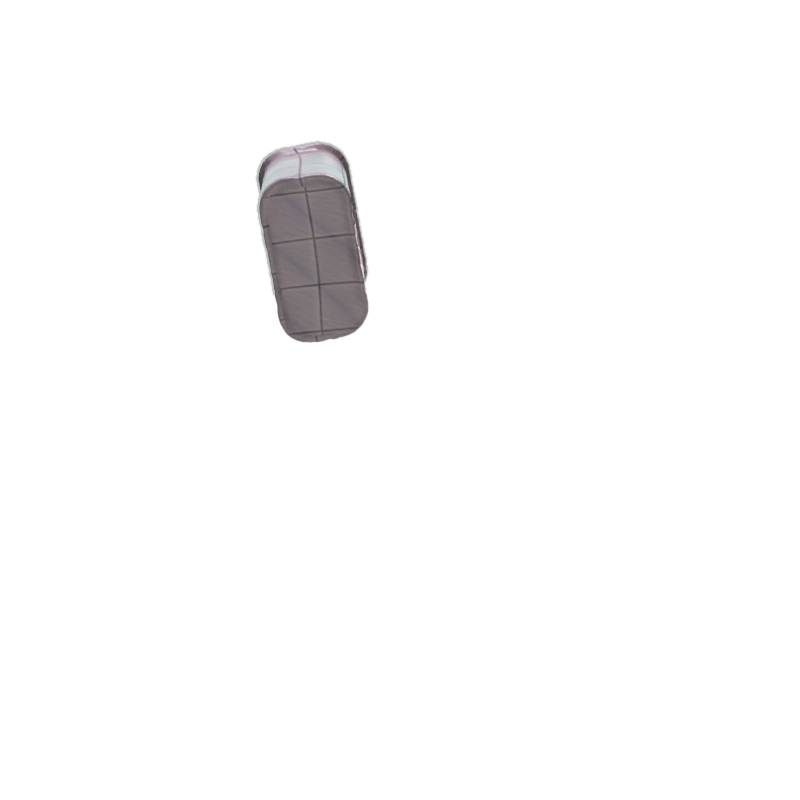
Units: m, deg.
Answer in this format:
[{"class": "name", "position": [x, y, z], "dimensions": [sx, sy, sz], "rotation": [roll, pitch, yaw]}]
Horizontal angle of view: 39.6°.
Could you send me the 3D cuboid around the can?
[{"class": "can", "position": [-0.051, -0.093, 0.654], "dimensions": [0.057, 0.098, 0.087], "rotation": [-10, 18, 1]}]
